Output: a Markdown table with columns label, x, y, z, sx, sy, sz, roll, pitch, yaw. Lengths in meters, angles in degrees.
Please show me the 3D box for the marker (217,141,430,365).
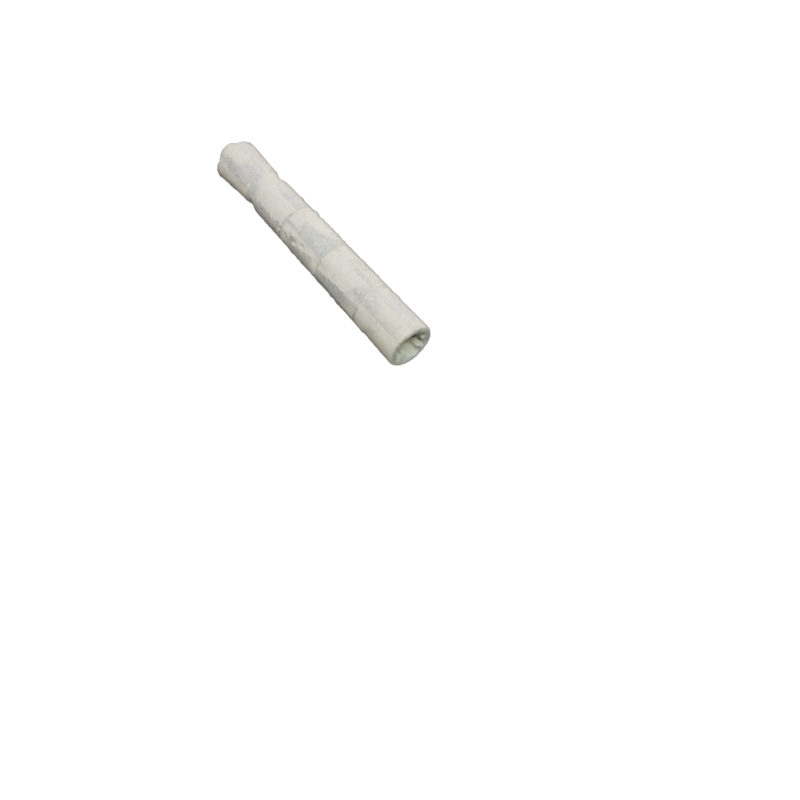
| label | x | y | z | sx | sy | sz | roll | pitch | yaw |
| --- | --- | --- | --- | --- | --- | --- | --- | --- | --- |
| marker | -0.033 | -0.061 | 0.425 | 0.019 | 0.019 | 0.130 | -3 | 42 | -48 |
